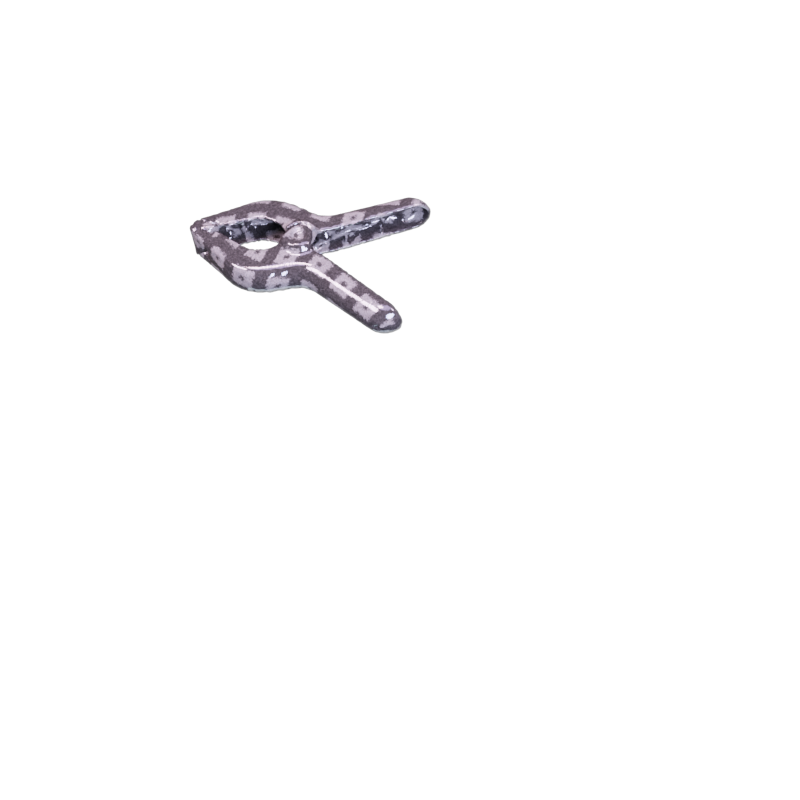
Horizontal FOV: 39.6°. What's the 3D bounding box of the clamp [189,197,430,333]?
[{"bbox_3d":[-0.062,-0.114,0.797,0.177,0.036,0.125,16,48,15],"label":"clamp"}]
